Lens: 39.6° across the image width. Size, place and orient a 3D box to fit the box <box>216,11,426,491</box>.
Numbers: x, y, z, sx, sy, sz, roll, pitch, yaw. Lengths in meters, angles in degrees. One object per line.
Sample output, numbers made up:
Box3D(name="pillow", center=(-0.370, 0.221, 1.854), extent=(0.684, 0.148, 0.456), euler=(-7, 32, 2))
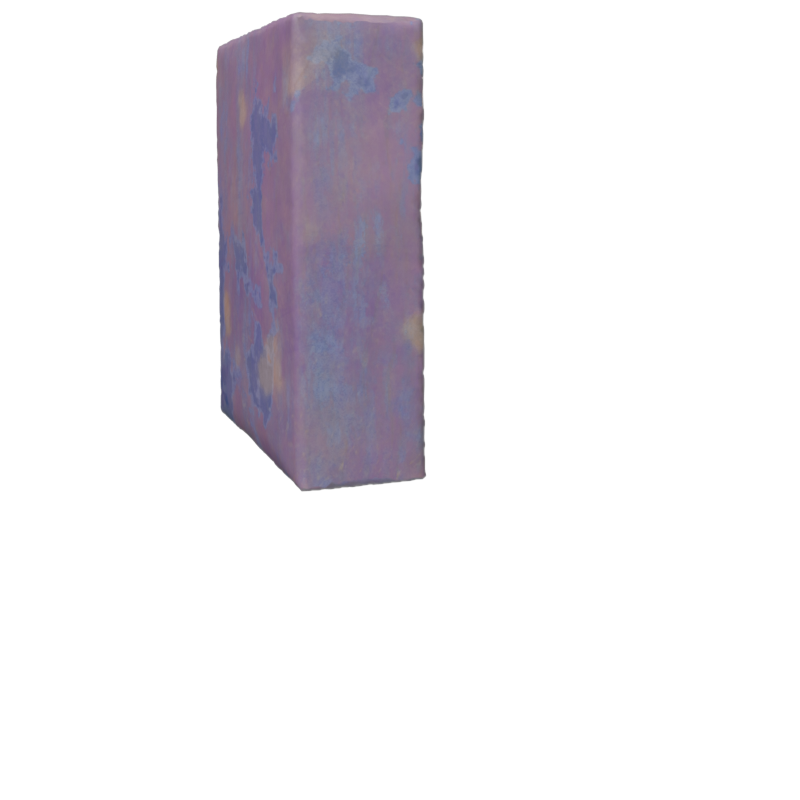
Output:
Box3D(name="box", center=(-0.045, -0.082, 0.571), extent=(0.070, 0.211, 0.171), euler=(-2, 8, -20))
